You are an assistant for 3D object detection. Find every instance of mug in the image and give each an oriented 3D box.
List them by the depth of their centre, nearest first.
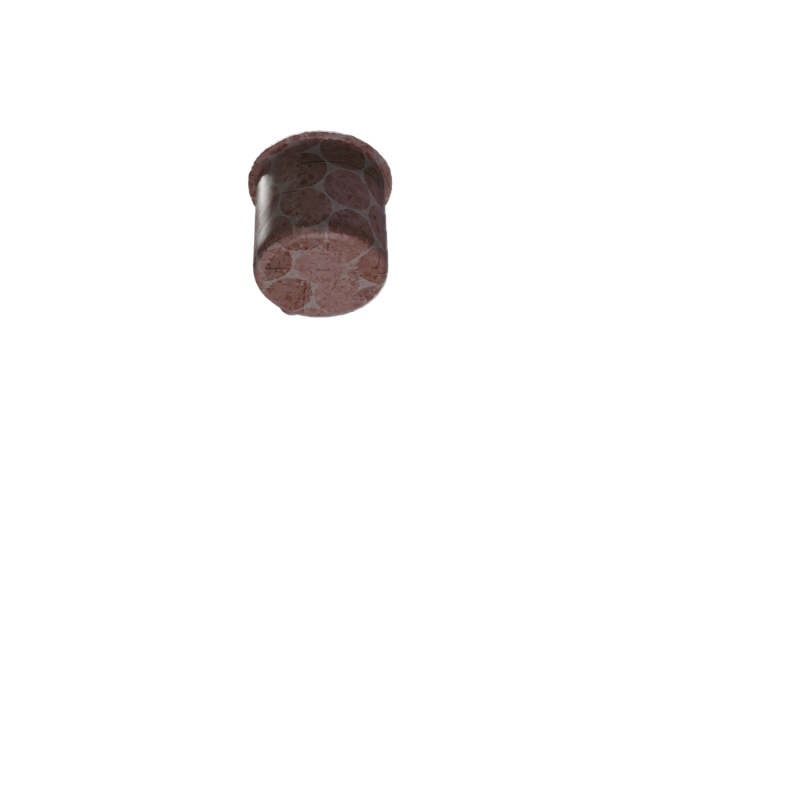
[{"bbox_3d":[-0.054,-0.099,0.694,0.090,0.087,0.113,15,-42,-19],"label":"mug"}]
